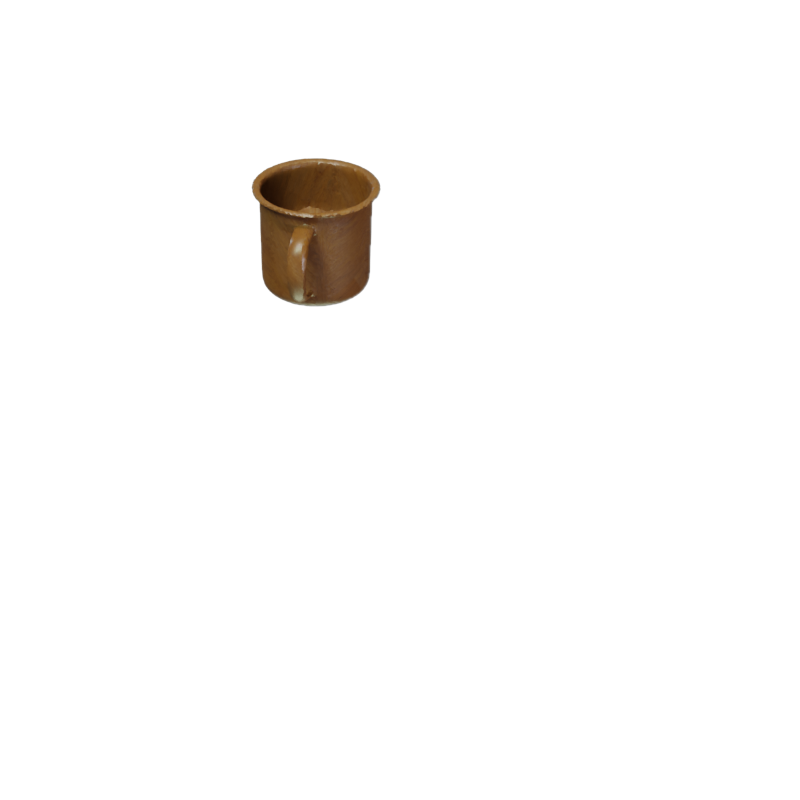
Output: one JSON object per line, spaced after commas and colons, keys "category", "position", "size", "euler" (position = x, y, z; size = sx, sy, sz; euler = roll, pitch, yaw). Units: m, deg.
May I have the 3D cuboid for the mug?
{"category": "mug", "position": [-0.063, -0.116, 0.810], "size": [0.094, 0.076, 0.124], "euler": [4, 34, 5]}
